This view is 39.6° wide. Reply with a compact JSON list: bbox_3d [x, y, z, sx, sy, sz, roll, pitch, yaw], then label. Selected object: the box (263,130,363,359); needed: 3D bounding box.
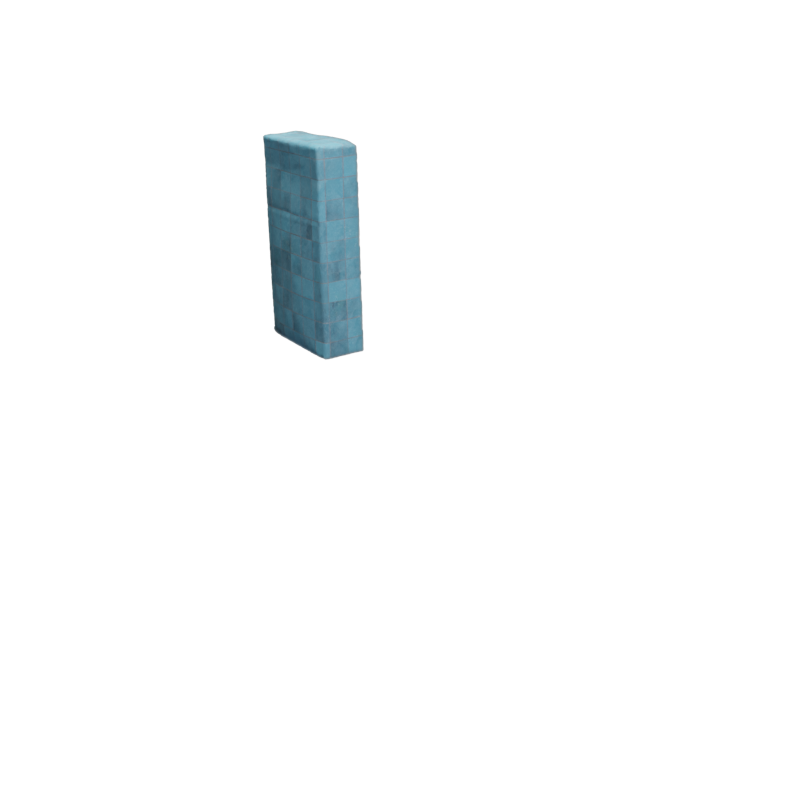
[{"bbox_3d":[-0.072,-0.132,0.927,0.047,0.170,0.099,-8,18,-32],"label":"box"}]
